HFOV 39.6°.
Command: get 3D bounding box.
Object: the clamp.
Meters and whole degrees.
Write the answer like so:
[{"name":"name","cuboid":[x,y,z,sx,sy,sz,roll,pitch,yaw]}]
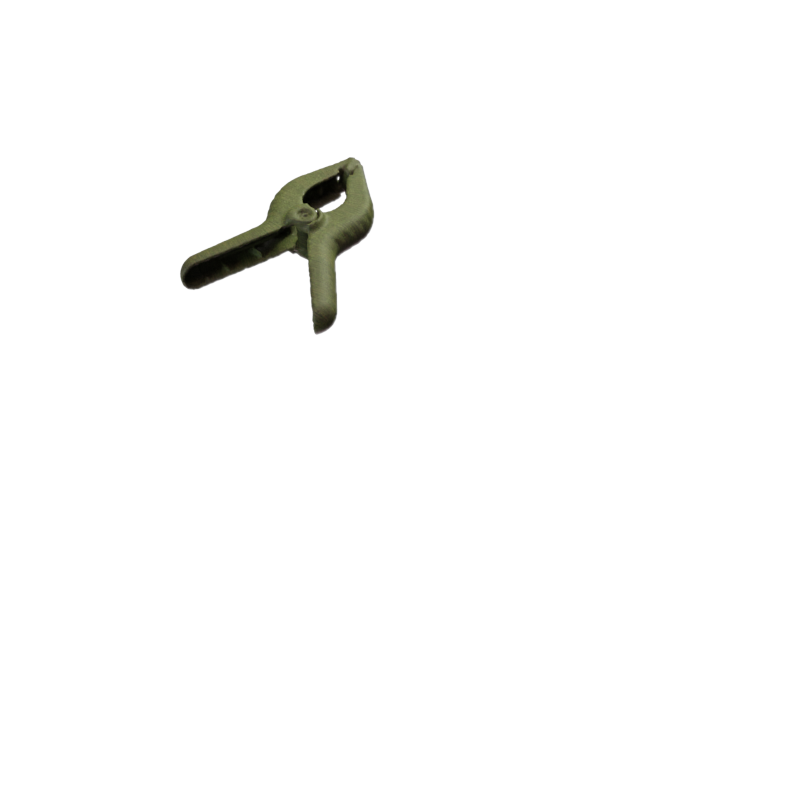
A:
[{"name":"clamp","cuboid":[-0.063,-0.115,0.806,0.126,0.036,0.175,29,56,21]}]
